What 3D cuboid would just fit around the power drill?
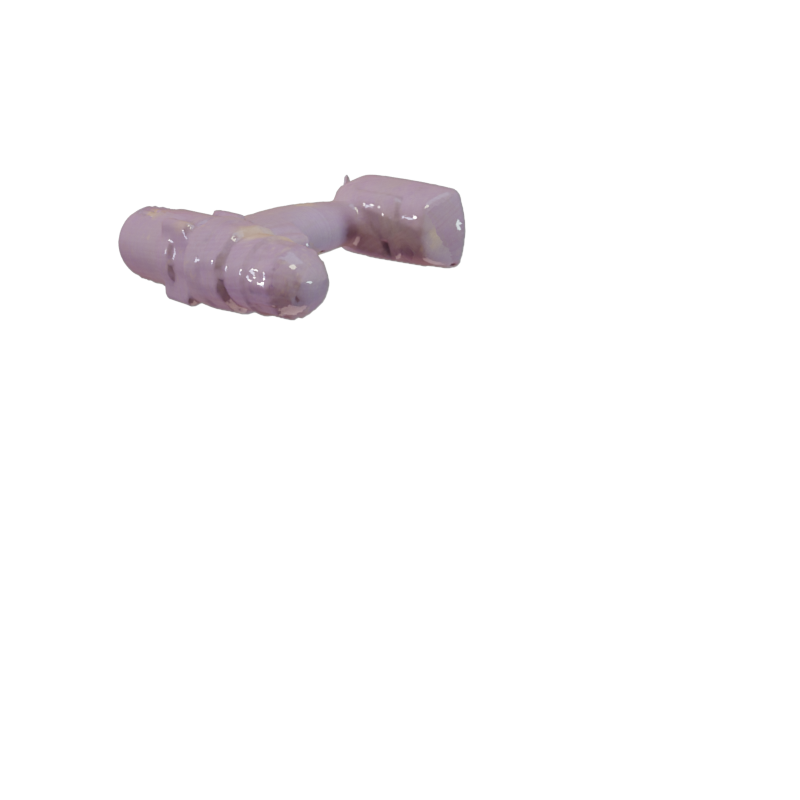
[{"bbox_3d":[-0.052,-0.095,0.669,0.183,0.055,0.196,-14,24,-36],"label":"power drill"}]
